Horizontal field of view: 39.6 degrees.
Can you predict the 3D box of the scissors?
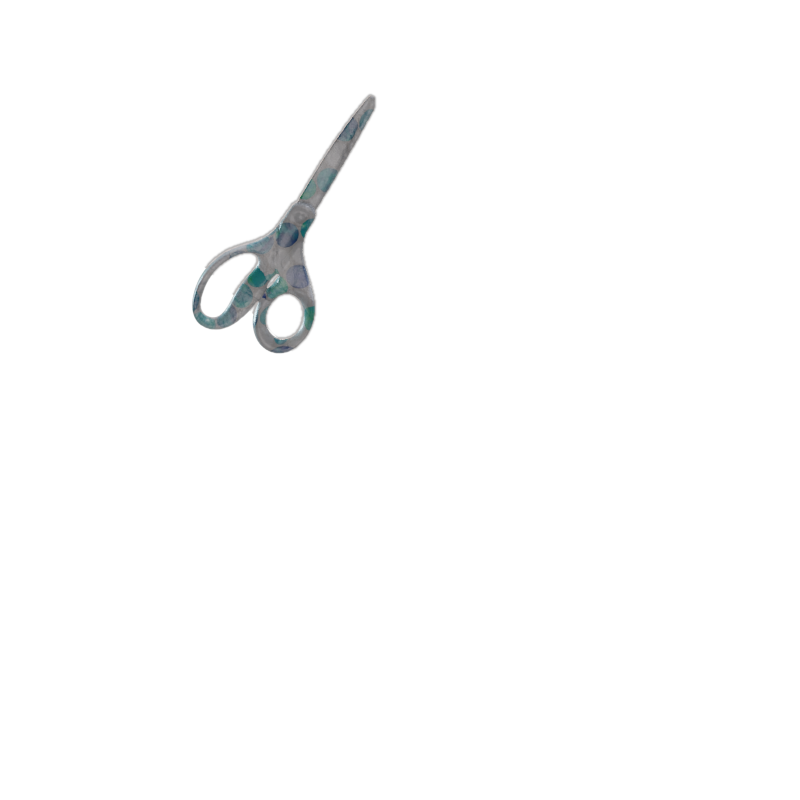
[{"bbox_3d":[-0.061,-0.112,0.781,0.200,0.093,0.016,-41,13,11],"label":"scissors"}]
